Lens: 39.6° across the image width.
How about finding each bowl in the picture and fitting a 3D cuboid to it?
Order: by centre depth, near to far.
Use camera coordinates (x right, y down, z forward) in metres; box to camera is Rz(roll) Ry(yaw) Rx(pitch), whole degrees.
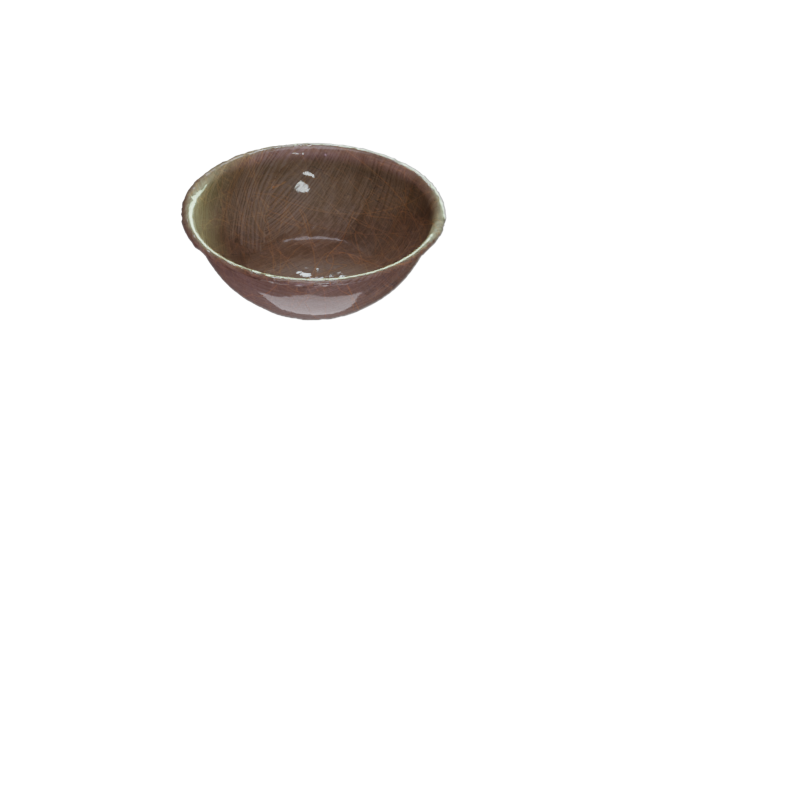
[{"bbox_3d":[-0.054,-0.099,0.690,0.162,0.051,0.174,-1,38,-2],"label":"bowl"}]
